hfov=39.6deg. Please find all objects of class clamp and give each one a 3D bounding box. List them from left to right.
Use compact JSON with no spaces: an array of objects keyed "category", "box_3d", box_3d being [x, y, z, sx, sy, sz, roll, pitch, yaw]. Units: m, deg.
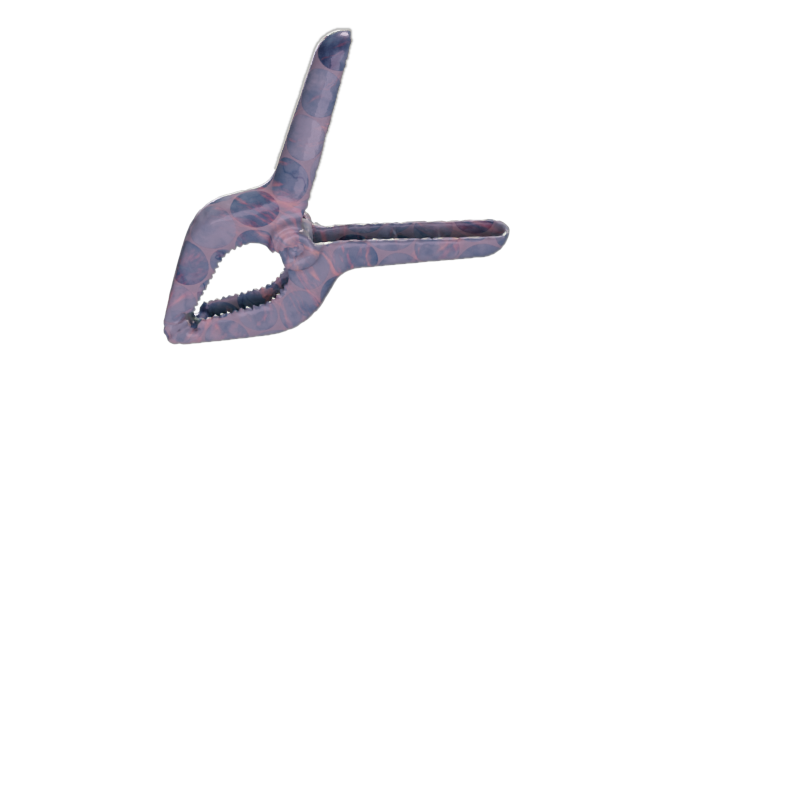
[{"category":"clamp","box_3d":[-0.052,-0.094,0.659,0.208,0.157,0.038,-41,20,18]}]
